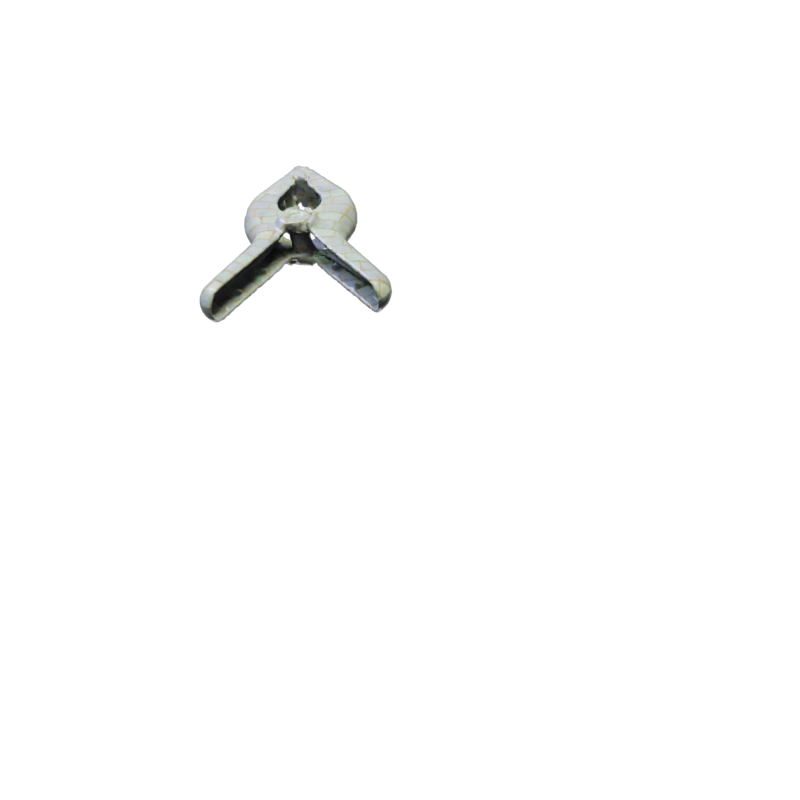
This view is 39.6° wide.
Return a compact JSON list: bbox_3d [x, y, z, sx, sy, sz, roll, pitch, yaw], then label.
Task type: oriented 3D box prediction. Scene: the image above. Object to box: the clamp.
[{"bbox_3d":[-0.059,-0.107,0.752,0.121,0.037,0.182,5,40,6],"label":"clamp"}]
